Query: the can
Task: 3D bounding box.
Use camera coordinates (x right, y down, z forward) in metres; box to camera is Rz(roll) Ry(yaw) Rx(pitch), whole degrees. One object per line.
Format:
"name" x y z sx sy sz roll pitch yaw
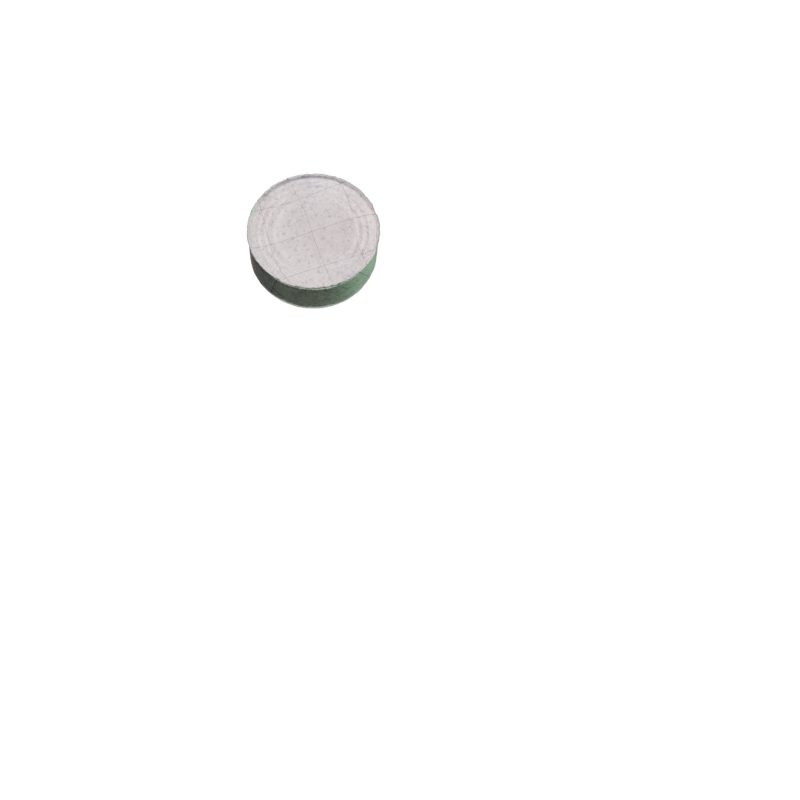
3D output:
"can" -0.057 -0.104 0.726 0.086 0.091 0.032 -1 -28 -1
